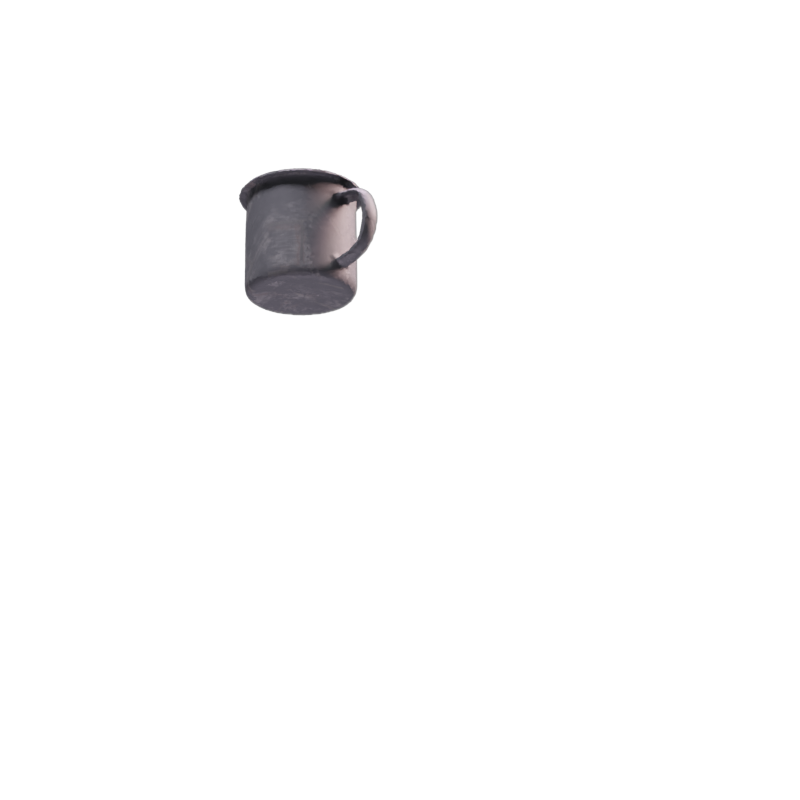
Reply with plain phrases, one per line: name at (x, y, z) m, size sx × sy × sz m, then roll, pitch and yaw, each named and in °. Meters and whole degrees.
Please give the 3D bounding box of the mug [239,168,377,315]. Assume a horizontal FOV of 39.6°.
mug at (-0.063, -0.115, 0.807) m, size 0.119 × 0.086 × 0.087 m, roll -16°, pitch -25°, yaw 36°
